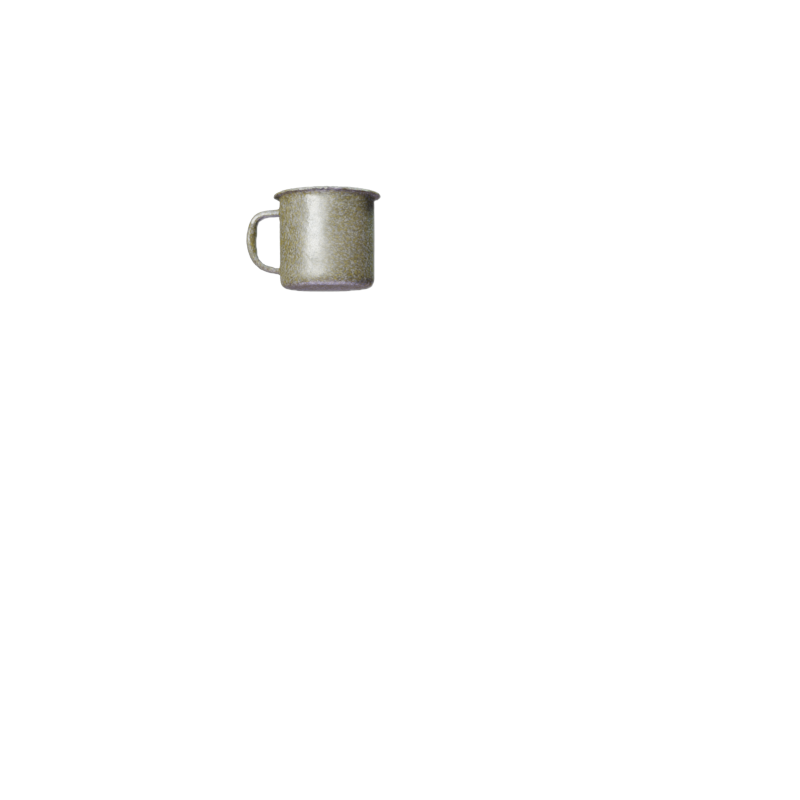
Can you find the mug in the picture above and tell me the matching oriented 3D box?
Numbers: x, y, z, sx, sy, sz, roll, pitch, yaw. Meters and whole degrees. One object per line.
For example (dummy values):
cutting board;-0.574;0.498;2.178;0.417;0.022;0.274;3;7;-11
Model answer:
mug;-0.075;-0.137;0.959;0.118;0.083;0.092;0;-3;2
